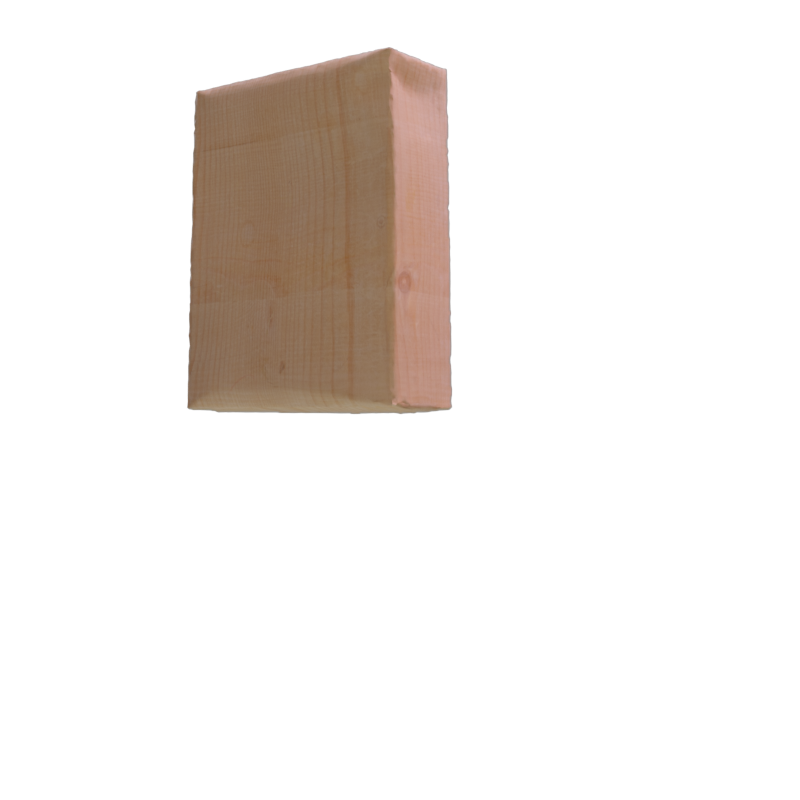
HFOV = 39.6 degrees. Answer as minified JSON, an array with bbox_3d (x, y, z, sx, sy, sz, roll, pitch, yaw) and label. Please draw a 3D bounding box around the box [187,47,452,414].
[{"bbox_3d":[-0.055,-0.100,0.700,0.169,0.218,0.068,-4,-8,36],"label":"box"}]
